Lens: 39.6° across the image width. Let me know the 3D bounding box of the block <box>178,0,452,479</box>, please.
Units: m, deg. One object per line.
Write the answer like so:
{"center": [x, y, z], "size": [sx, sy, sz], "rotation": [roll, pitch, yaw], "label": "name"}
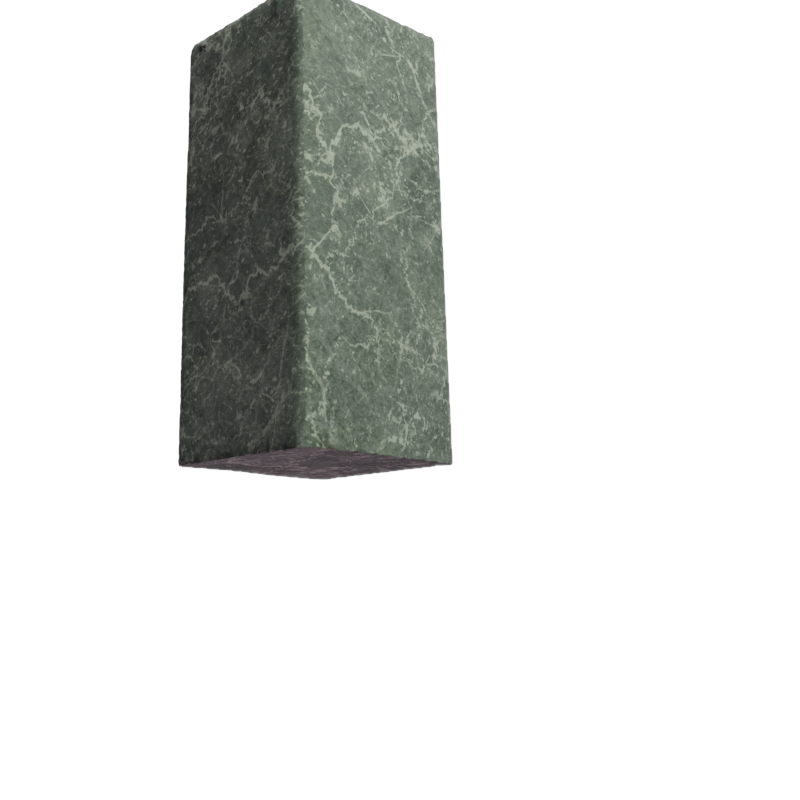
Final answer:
{"center": [-0.041, -0.074, 0.517], "size": [0.085, 0.215, 0.092], "rotation": [14, -22, -42], "label": "block"}
